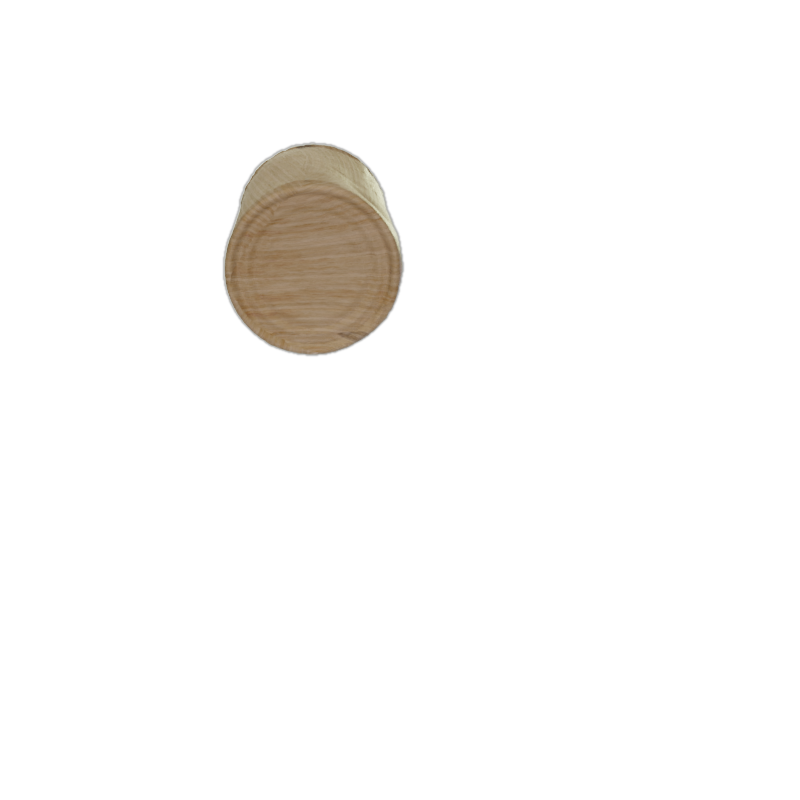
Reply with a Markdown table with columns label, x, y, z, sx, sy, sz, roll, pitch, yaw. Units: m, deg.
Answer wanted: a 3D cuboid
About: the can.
| label | x | y | z | sx | sy | sz | roll | pitch | yaw |
| --- | --- | --- | --- | --- | --- | --- | --- | --- | --- |
| can | -0.036 | -0.065 | 0.457 | 0.068 | 0.066 | 0.106 | 0 | 18 | -3 |
